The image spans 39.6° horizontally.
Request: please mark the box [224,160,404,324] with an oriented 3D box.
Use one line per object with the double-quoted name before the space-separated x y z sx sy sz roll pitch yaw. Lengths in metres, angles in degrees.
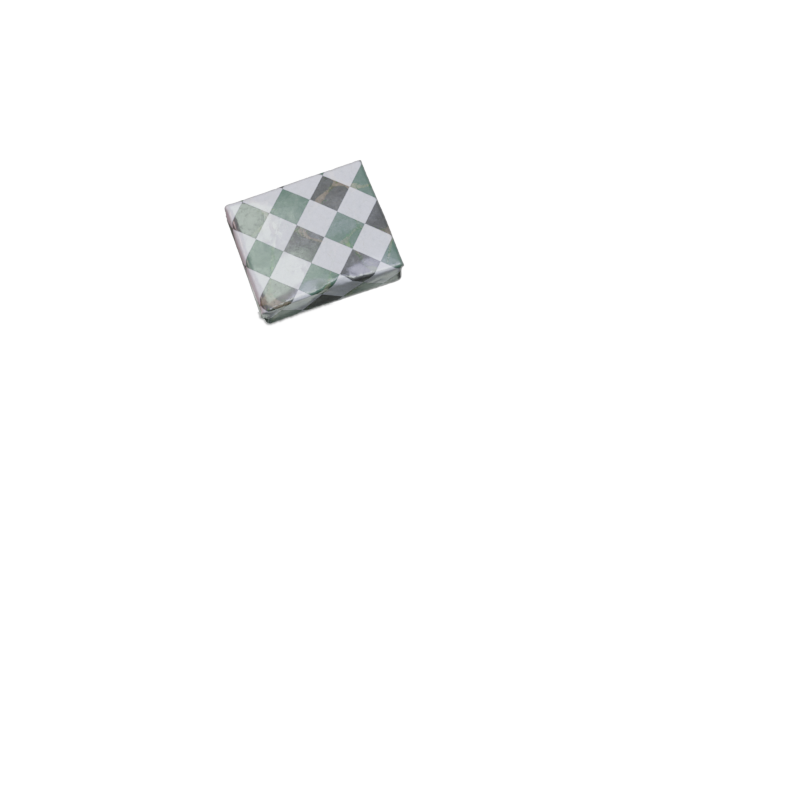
"box" -0.052 -0.095 0.663 0.089 0.077 0.029 -19 -19 -7
